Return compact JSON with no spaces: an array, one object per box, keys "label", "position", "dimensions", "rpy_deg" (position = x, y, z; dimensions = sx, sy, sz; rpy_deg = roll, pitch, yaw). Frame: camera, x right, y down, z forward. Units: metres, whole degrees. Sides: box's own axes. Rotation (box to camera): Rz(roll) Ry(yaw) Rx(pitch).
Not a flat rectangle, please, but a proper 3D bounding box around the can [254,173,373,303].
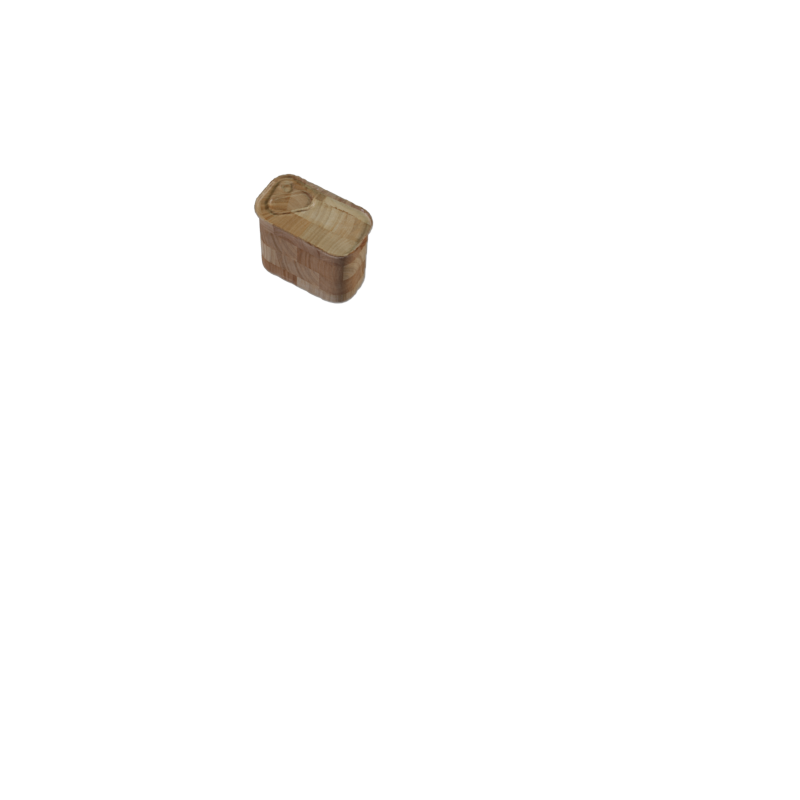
[{"label":"can","position":[-0.077,-0.140,0.982],"dimensions":[0.106,0.059,0.078],"rpy_deg":[29,-28,15]}]
